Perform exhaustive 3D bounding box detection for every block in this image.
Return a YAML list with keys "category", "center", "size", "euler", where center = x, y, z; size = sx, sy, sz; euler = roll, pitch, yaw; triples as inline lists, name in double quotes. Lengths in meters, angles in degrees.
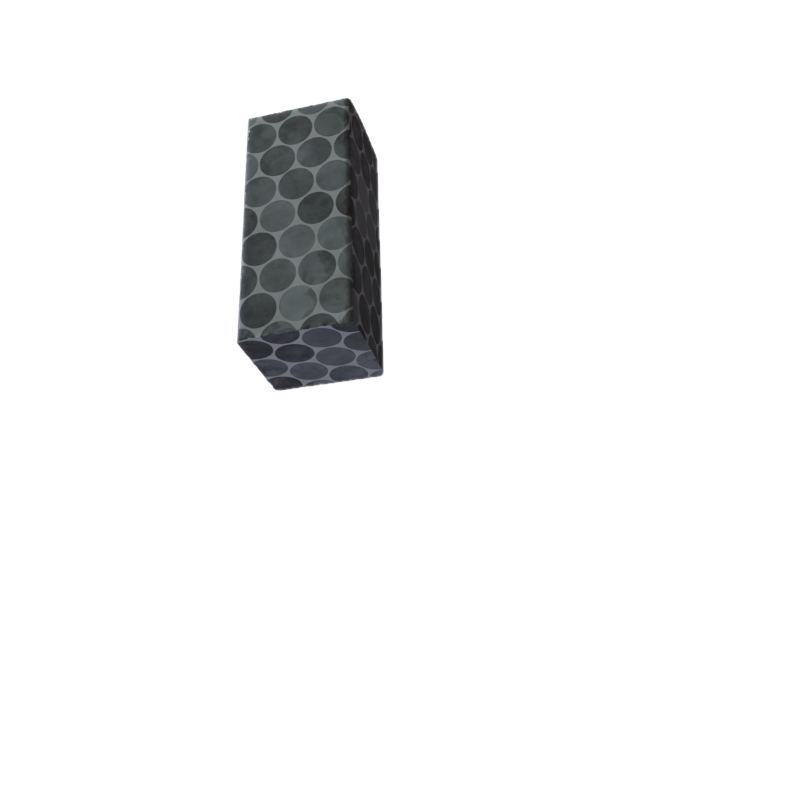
- category: "block"
  center: [-0.068, -0.124, 0.873]
  size: [0.092, 0.220, 0.083]
  euler: [-10, -32, 13]
